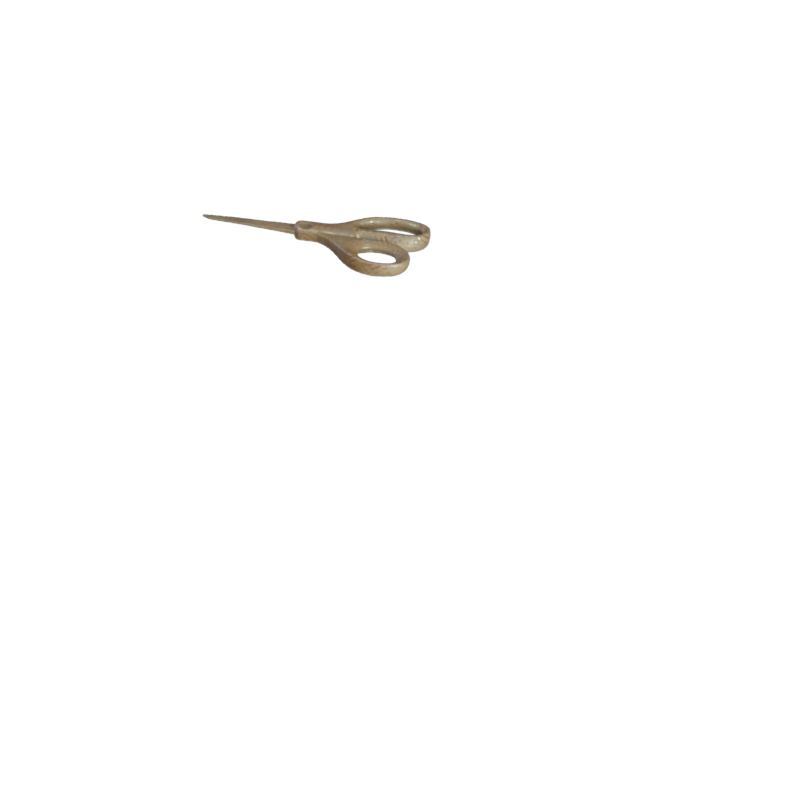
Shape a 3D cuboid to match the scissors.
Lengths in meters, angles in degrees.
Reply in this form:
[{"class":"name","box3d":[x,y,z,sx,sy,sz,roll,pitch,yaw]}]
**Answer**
[{"class":"scissors","box3d":[-0.074,-0.136,0.951,0.202,0.015,0.102,1,34,1]}]
